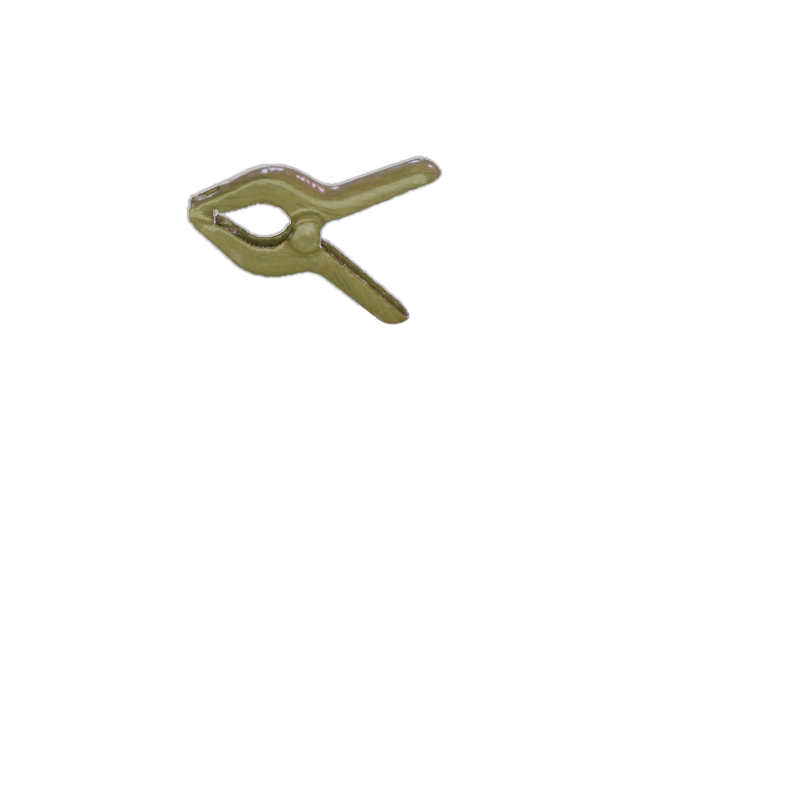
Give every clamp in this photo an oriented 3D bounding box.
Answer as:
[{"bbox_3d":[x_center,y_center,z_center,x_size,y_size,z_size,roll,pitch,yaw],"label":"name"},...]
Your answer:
[{"bbox_3d":[-0.060,-0.109,0.765,0.171,0.116,0.041,2,14,-1],"label":"clamp"}]
